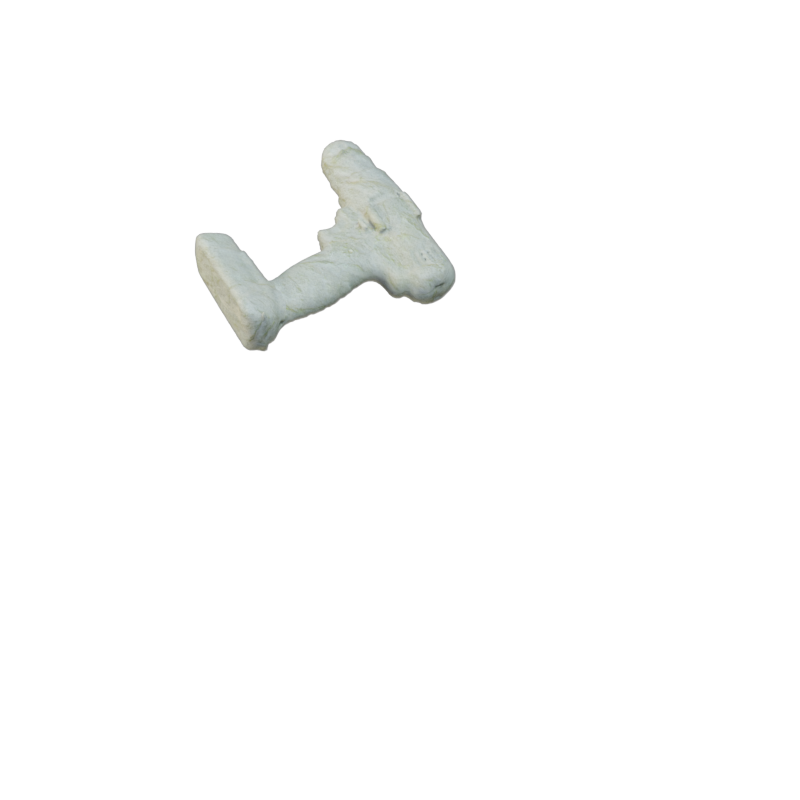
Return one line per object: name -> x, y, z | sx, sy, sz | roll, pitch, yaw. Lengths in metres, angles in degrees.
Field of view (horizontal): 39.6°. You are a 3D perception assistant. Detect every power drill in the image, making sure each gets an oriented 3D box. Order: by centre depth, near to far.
power drill -> -0.073, -0.133, 0.928 | 0.187, 0.199, 0.053 | -24, -34, -18
